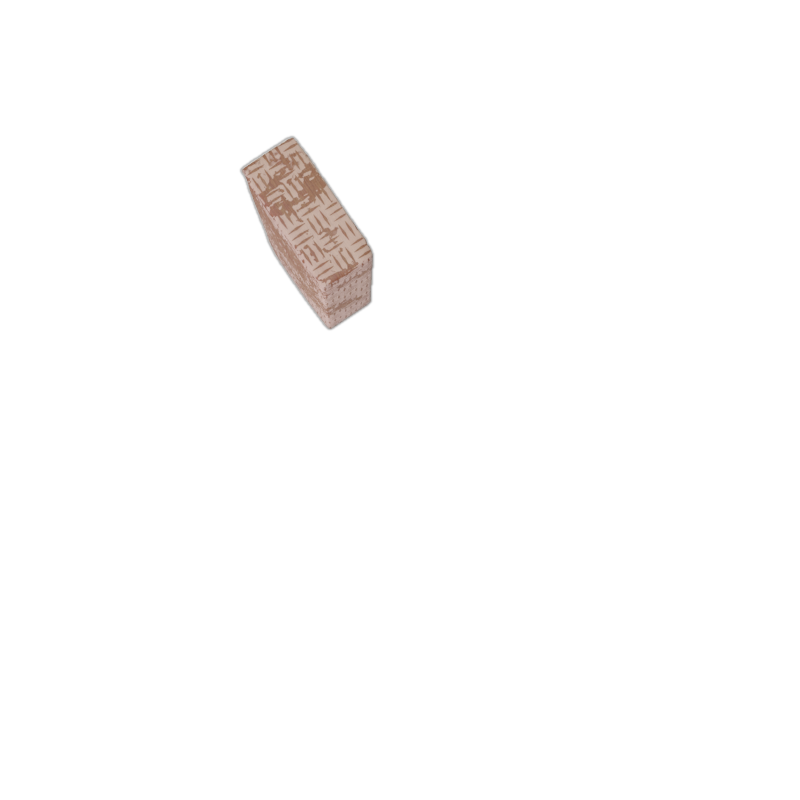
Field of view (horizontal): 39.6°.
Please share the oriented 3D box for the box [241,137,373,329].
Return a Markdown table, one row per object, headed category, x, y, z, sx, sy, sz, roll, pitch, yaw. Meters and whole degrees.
| category | x | y | z | sx | sy | sz | roll | pitch | yaw |
| --- | --- | --- | --- | --- | --- | --- | --- | --- | --- |
| box | -0.059 | -0.107 | 0.752 | 0.048 | 0.095 | 0.172 | -33 | -4 | -7 |
